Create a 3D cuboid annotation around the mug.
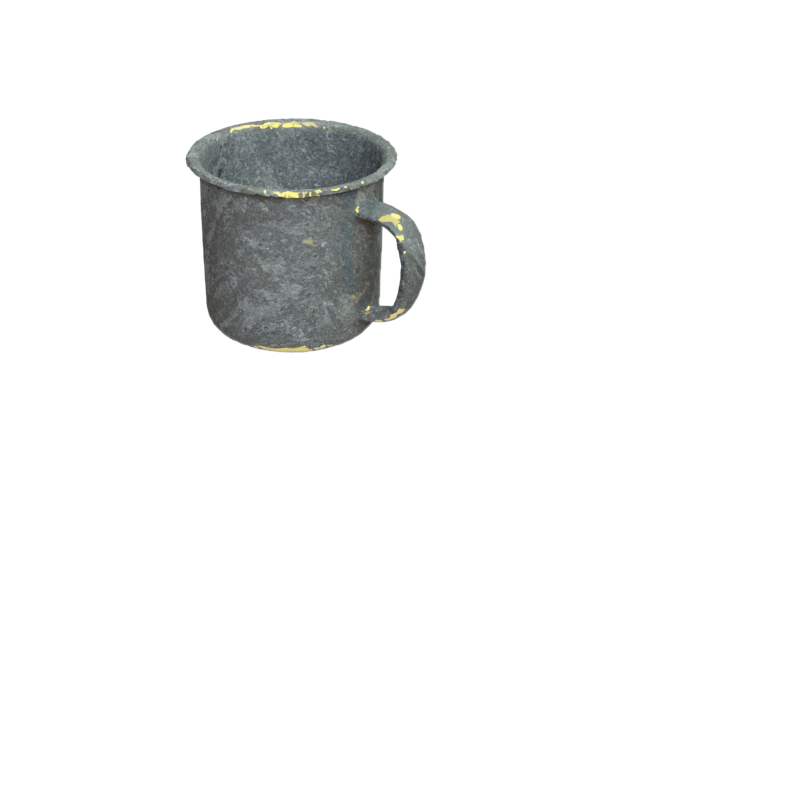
[{"bbox_3d":[-0.039,-0.071,0.500,0.123,0.077,0.094,20,35,30],"label":"mug"}]
